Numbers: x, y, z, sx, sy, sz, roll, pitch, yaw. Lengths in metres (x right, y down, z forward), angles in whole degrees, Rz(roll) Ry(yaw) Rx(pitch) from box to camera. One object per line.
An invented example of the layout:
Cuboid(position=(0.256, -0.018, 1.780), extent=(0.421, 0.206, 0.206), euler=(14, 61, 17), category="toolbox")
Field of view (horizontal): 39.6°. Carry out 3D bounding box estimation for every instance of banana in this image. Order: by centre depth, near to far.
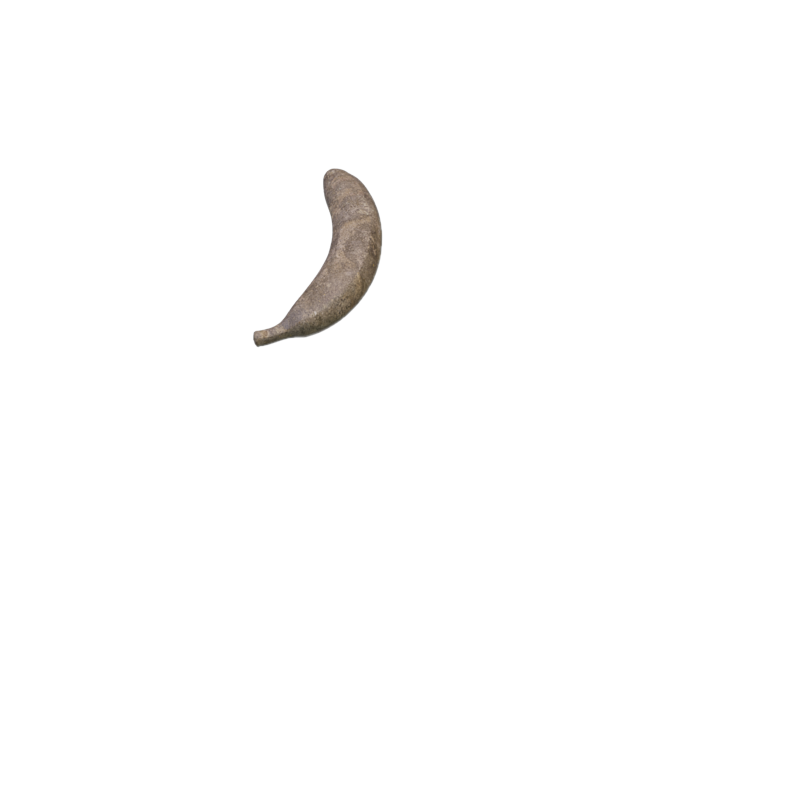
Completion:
Cuboid(position=(-0.047, -0.111, 0.818), extent=(0.071, 0.034, 0.208), euler=(9, 45, 9), category="banana")
